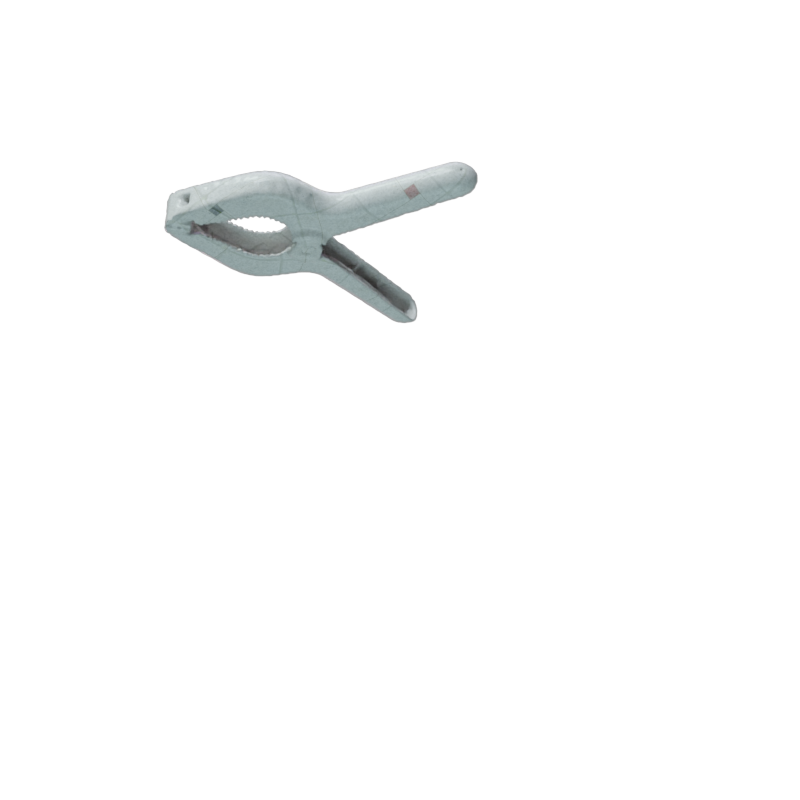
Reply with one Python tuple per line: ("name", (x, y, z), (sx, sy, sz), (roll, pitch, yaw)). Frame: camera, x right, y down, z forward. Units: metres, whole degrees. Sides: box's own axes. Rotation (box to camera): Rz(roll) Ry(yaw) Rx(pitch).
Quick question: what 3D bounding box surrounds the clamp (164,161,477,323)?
("clamp", (-0.062, -0.114, 0.796), (0.209, 0.039, 0.154), (3, -37, -5))
